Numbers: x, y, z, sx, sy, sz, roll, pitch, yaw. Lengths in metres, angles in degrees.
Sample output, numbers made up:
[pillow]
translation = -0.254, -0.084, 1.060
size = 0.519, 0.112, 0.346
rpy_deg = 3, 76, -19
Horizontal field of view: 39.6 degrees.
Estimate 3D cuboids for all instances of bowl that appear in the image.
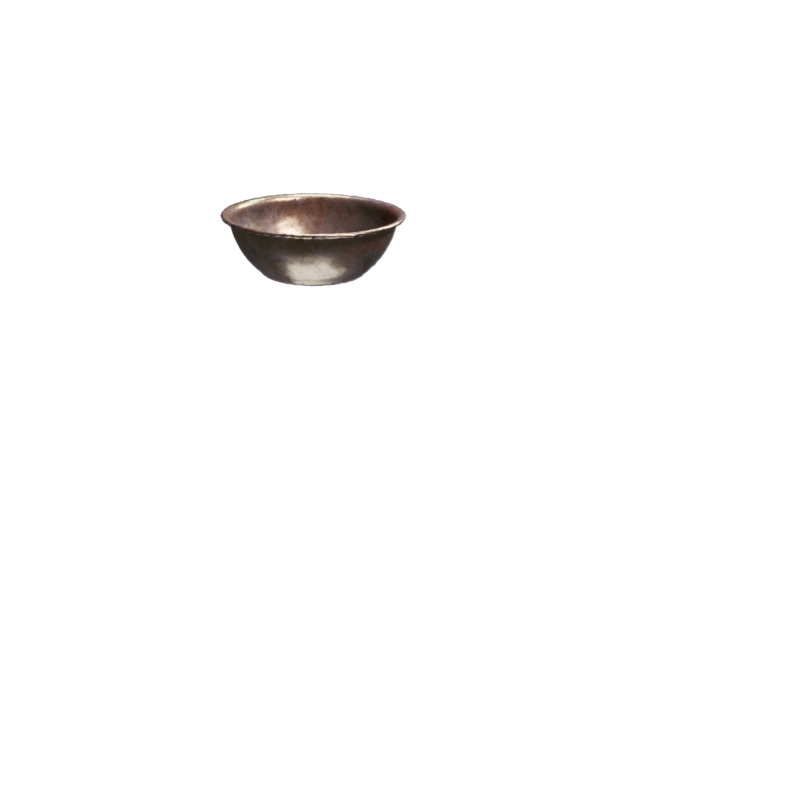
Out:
[bowl]
translation = -0.076, -0.139, 0.973
size = 0.162, 0.053, 0.169
rpy_deg = -1, 22, -2
